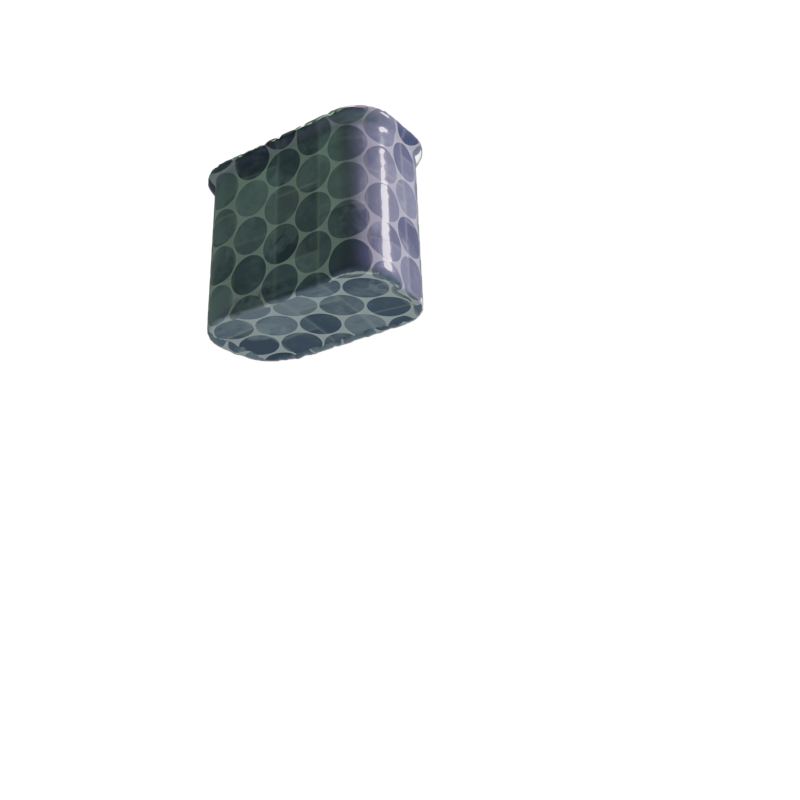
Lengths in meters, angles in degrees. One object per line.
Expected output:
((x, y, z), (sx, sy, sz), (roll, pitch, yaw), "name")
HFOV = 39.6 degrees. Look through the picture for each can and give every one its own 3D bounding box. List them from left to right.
((-0.039, -0.071, 0.498), (0.103, 0.089, 0.053), (-18, -32, 30), "can")
